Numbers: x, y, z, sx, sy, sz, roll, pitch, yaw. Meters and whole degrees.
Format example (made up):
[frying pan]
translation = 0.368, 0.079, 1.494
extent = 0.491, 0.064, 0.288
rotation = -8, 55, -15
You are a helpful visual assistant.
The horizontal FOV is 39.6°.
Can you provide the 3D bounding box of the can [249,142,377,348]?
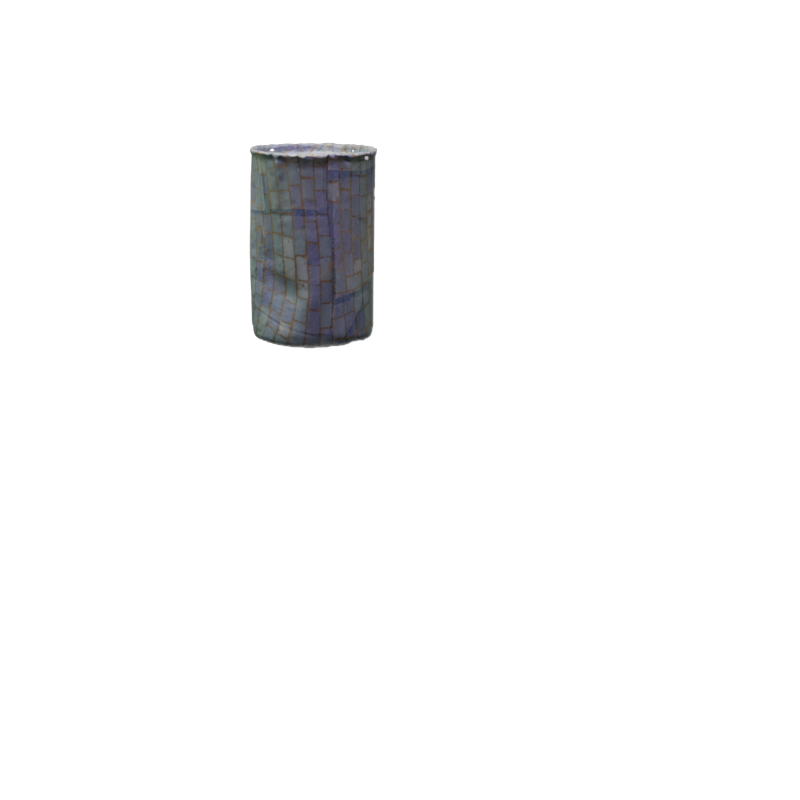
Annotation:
[can]
translation = -0.047, -0.086, 0.600
extent = 0.068, 0.100, 0.071
rotation = 0, 12, -2
